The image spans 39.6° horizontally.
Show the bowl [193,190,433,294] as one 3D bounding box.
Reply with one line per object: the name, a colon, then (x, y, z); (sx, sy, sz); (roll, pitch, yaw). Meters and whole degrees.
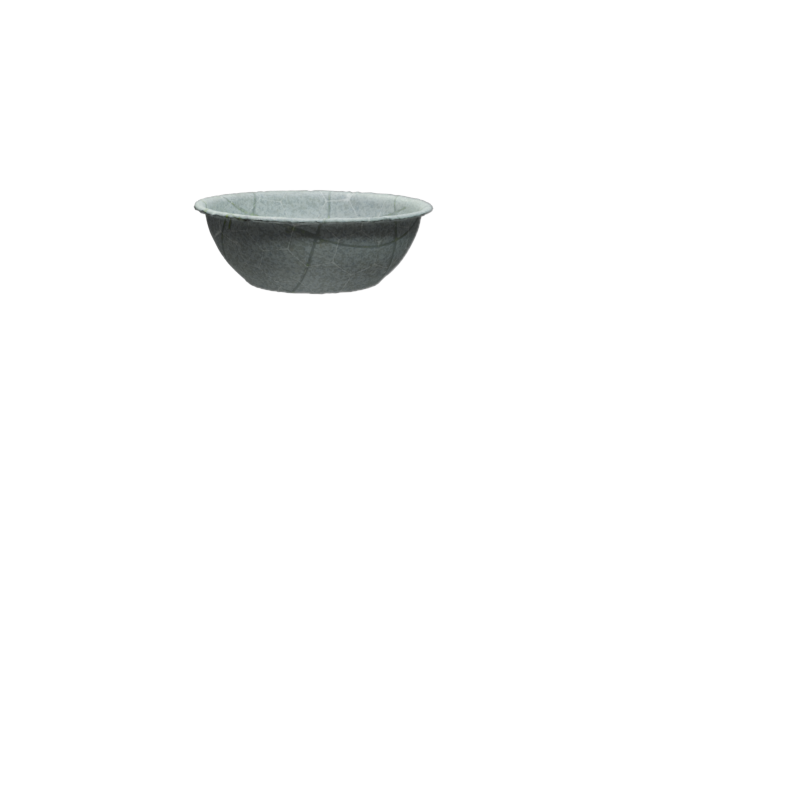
bowl: (-0.059, -0.108, 0.754); (0.162, 0.053, 0.167); (-1, 16, -2)
